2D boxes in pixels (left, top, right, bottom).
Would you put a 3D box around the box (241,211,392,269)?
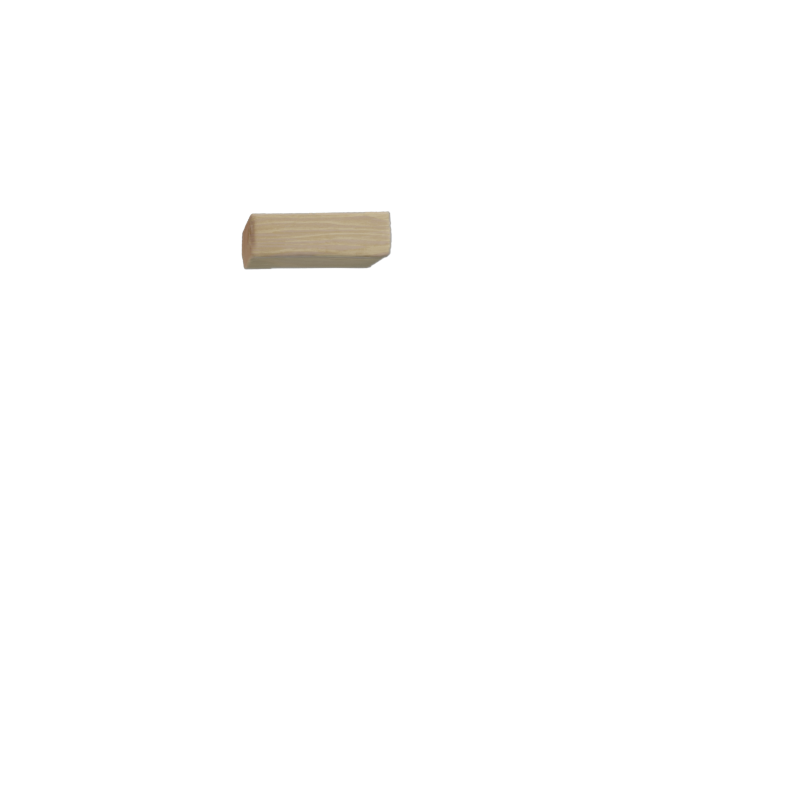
[{"bbox_3d":[-0.070,-0.128,0.897,0.112,0.039,0.090,0,0,-9],"label":"box"}]
